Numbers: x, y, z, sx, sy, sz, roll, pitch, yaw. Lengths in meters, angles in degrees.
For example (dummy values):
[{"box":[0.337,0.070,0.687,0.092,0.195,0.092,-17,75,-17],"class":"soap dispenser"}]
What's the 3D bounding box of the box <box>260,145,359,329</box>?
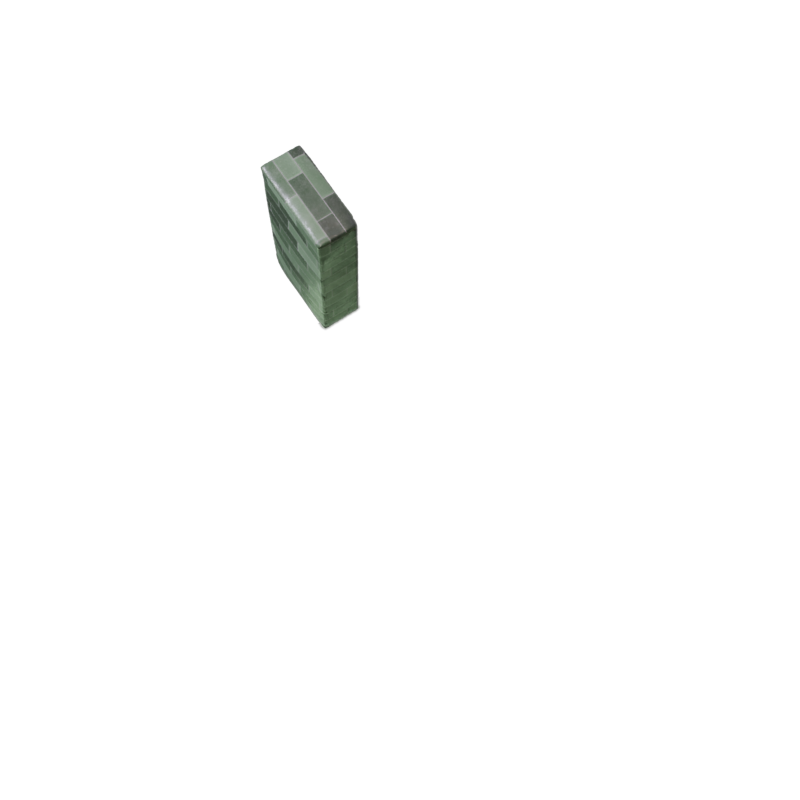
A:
[{"box":[-0.076,-0.139,0.975,0.048,0.098,0.167,-30,-17,-14],"class":"box"}]
